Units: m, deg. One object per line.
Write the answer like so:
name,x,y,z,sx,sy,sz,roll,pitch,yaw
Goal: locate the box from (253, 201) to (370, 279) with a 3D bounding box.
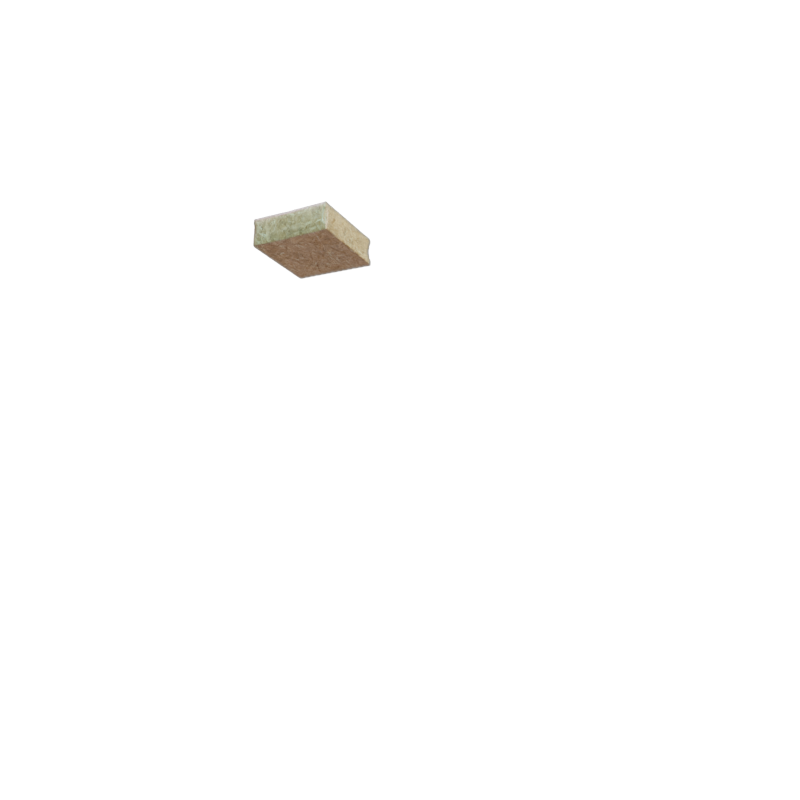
box,-0.077,-0.141,0.987,0.074,0.032,0.083,-9,-20,26
